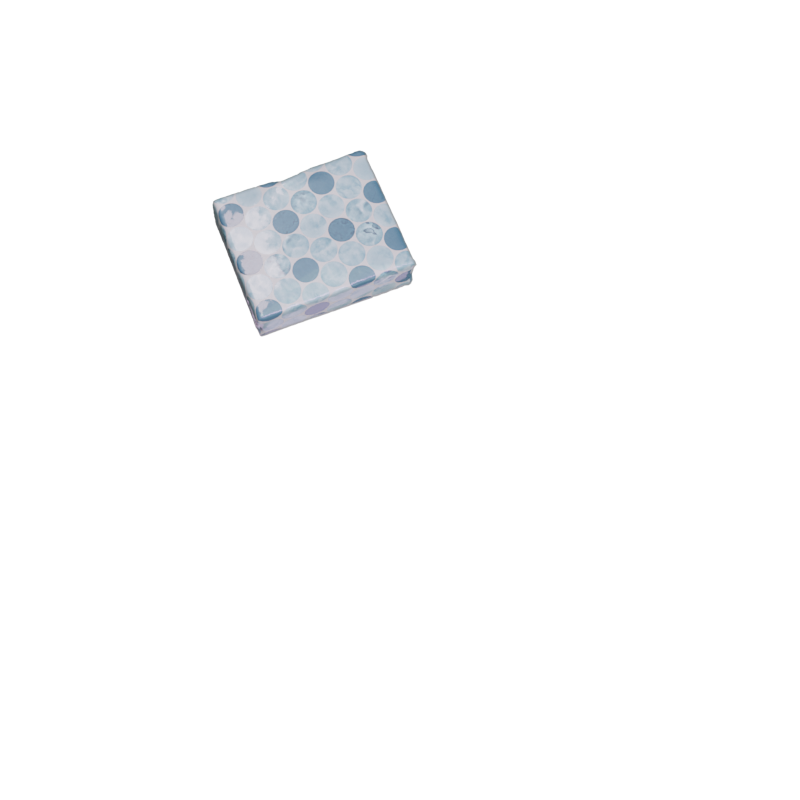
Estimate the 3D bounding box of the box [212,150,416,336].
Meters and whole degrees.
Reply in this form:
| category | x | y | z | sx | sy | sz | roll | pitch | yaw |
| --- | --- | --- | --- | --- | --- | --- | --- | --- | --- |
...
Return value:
| category | x | y | z | sx | sy | sz | roll | pitch | yaw |
| --- | --- | --- | --- | --- | --- | --- | --- | --- | --- |
| box | -0.046 | -0.084 | 0.588 | 0.089 | 0.077 | 0.029 | -20 | -21 | -9 |
